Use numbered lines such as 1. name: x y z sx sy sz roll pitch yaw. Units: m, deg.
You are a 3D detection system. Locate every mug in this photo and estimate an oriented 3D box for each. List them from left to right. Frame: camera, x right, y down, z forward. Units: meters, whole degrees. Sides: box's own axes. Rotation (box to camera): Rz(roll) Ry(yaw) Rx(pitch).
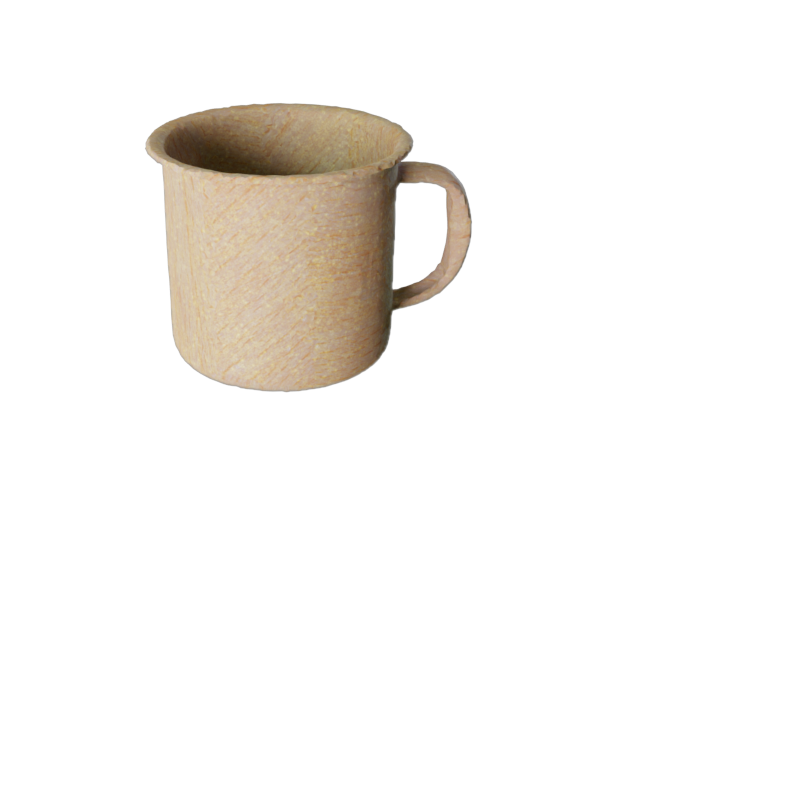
1. mug: -0.032 -0.058 0.404 0.116 0.077 0.100 -6 27 -12
